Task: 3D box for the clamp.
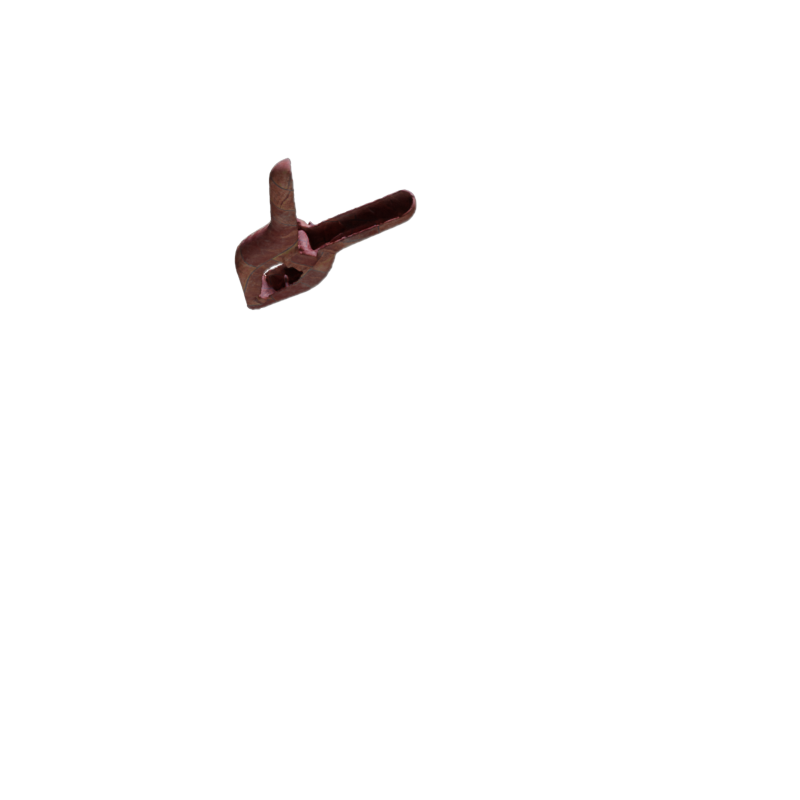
[{"bbox_3d":[-0.067,-0.123,0.862,0.116,0.042,0.166,12,-31,-21],"label":"clamp"}]
